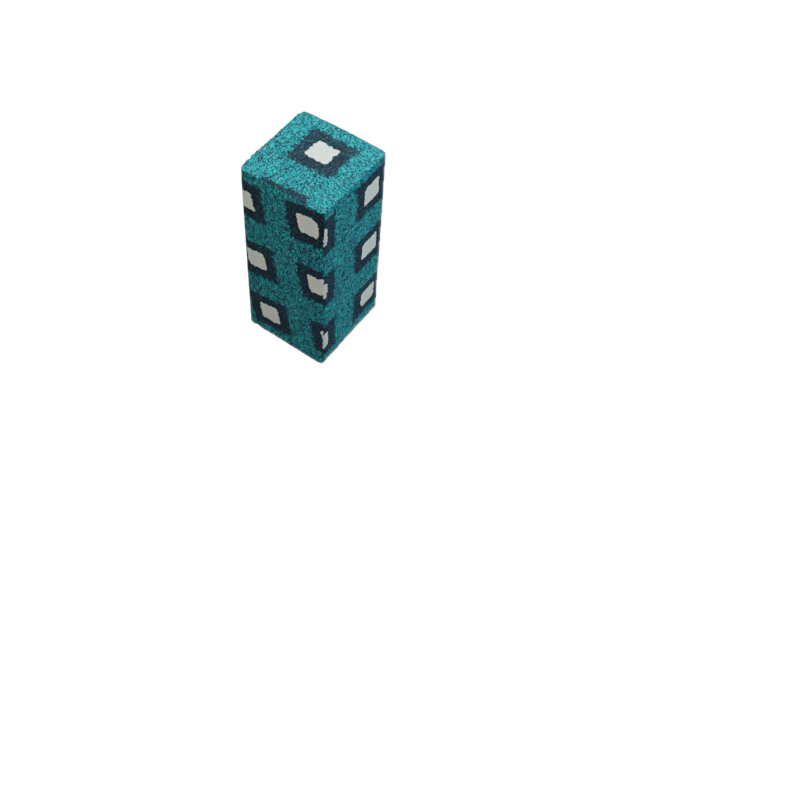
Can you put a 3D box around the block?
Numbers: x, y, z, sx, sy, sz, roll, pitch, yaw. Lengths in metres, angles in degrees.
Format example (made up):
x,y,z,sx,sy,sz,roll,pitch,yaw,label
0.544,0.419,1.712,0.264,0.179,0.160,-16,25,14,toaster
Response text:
x,y,z,sx,sy,sz,roll,pitch,yaw,label
-0.078,-0.142,0.990,0.094,0.093,0.192,31,-32,18,block
